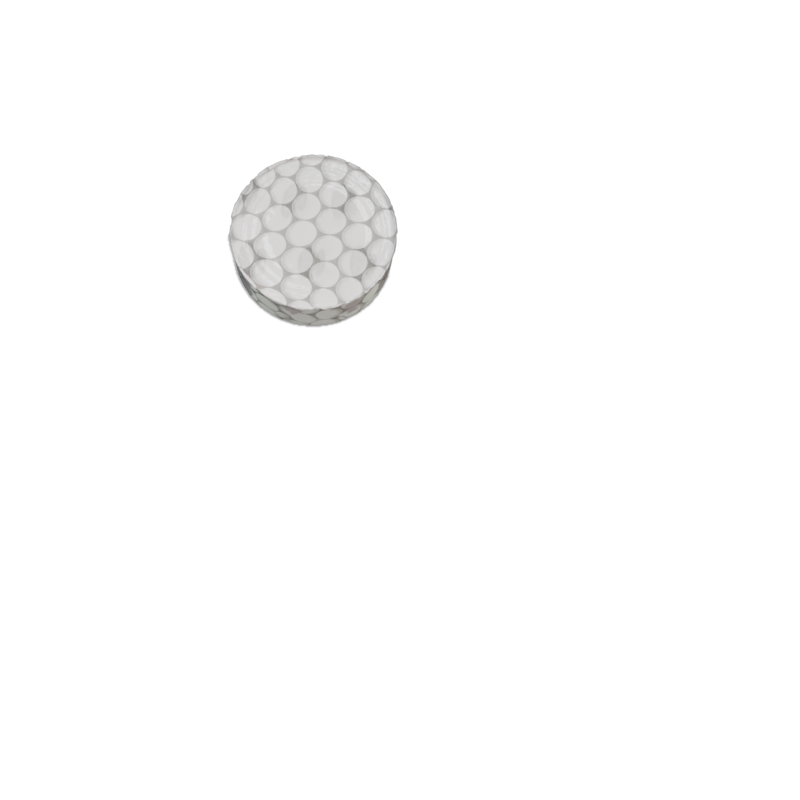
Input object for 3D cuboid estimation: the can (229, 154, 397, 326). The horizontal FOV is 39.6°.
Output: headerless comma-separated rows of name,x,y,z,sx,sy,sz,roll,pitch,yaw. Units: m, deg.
can,-0.045,-0.083,0.579,0.086,0.090,0.032,-1,-20,-1
